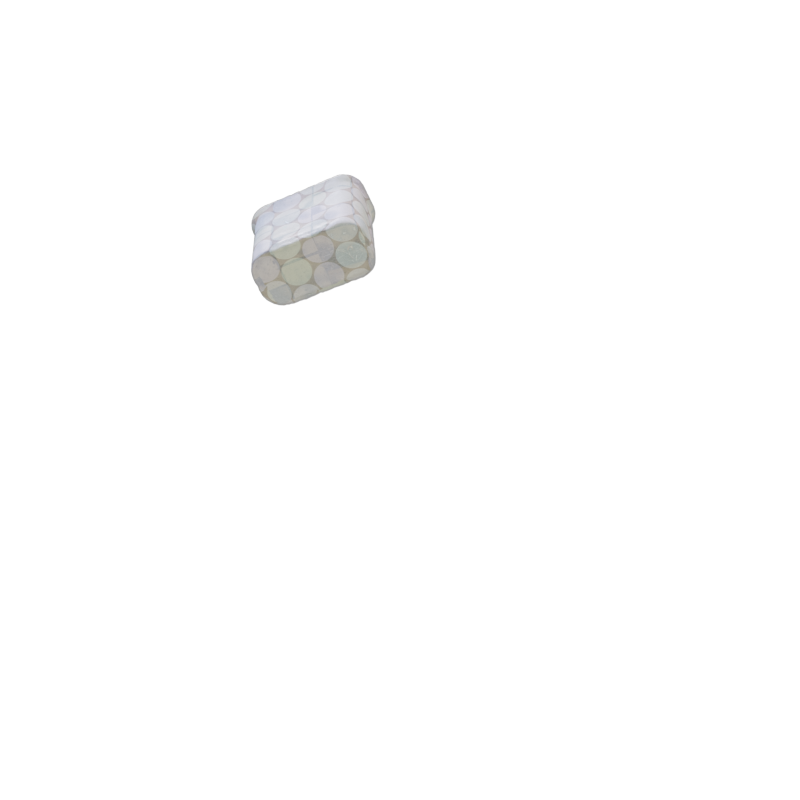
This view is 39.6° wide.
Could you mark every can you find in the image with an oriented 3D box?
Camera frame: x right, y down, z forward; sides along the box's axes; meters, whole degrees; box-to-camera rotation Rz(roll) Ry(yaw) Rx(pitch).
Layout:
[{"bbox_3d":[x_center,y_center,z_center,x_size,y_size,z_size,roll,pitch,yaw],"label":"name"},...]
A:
[{"bbox_3d":[-0.070,-0.128,0.894,0.102,0.054,0.089,-21,31,10],"label":"can"}]
